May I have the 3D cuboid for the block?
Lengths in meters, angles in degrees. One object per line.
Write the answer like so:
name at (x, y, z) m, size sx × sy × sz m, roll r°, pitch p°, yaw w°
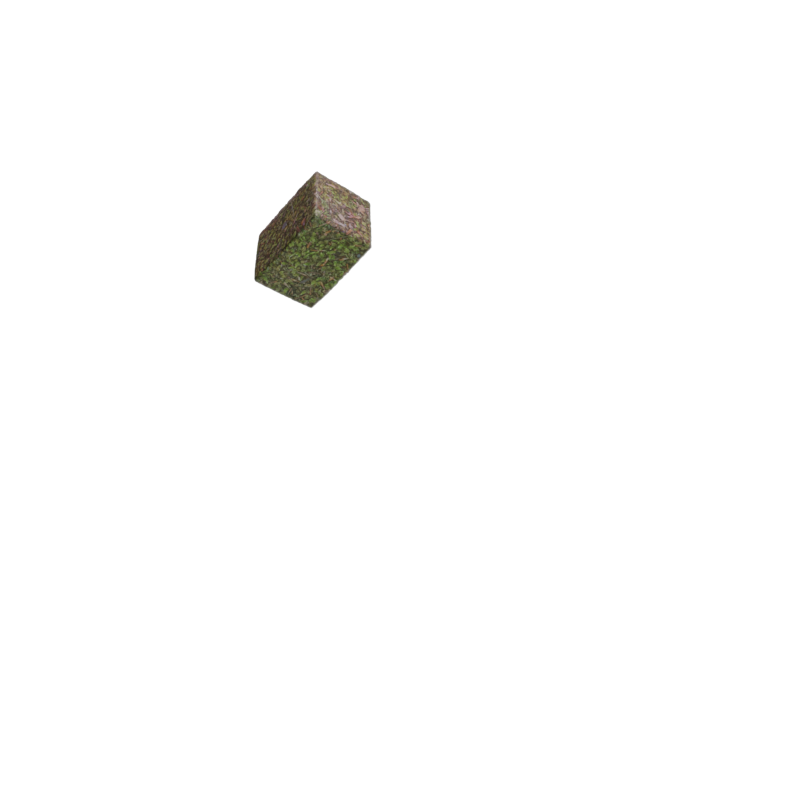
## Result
block at (-0.064, -0.117, 0.816) m, size 0.050 × 0.055 × 0.076 m, roll 29°, pitch -53°, yaw -27°
